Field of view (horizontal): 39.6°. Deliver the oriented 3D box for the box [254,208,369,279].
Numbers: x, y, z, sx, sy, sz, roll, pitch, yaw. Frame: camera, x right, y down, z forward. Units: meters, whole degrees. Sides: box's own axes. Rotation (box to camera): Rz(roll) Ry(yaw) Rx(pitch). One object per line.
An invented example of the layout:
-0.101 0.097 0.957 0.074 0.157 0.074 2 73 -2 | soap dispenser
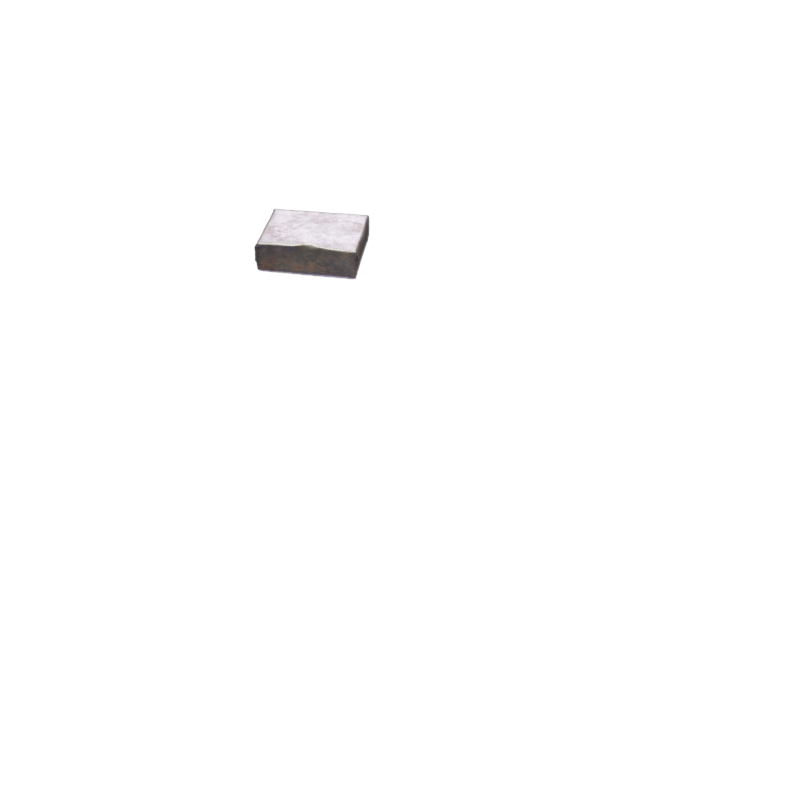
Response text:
-0.076 -0.138 0.968 0.090 0.028 0.077 5 33 8 | box
